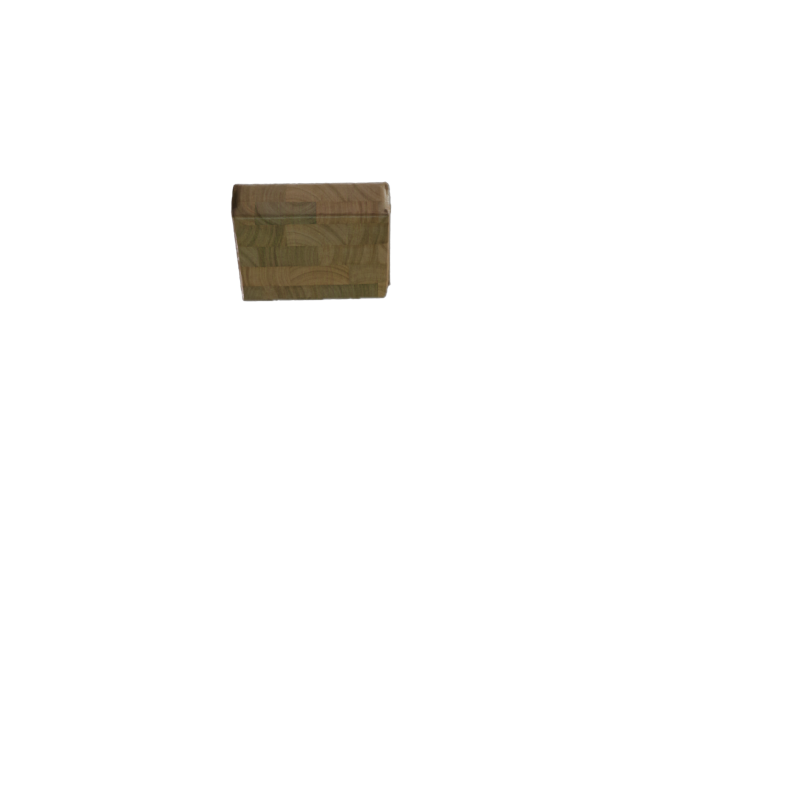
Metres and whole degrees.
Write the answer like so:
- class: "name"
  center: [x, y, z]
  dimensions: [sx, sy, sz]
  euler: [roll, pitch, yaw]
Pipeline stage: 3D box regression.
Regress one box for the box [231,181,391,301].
- class: "box"
  center: [-0.050, -0.091, 0.639]
  dimensions: [0.089, 0.032, 0.068]
  euler: [-1, -38, 1]
